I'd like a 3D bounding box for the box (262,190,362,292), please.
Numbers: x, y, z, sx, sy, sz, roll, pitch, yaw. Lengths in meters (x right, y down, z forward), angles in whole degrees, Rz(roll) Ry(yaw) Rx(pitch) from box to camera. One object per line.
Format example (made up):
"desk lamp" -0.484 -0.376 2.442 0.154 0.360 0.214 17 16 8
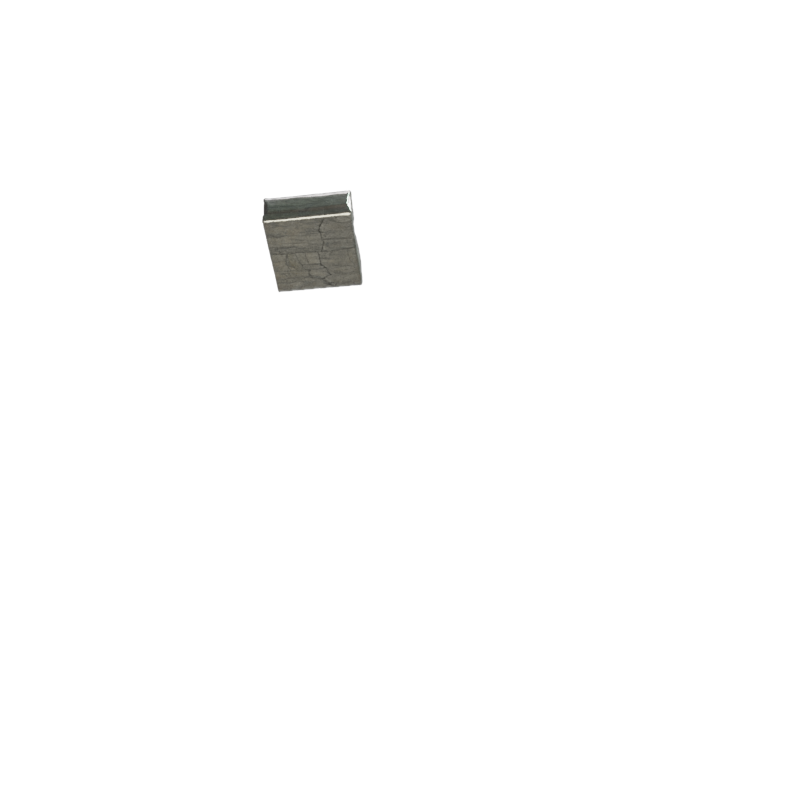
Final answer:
"box" -0.072 -0.132 0.925 0.073 0.032 0.083 -4 -42 4
